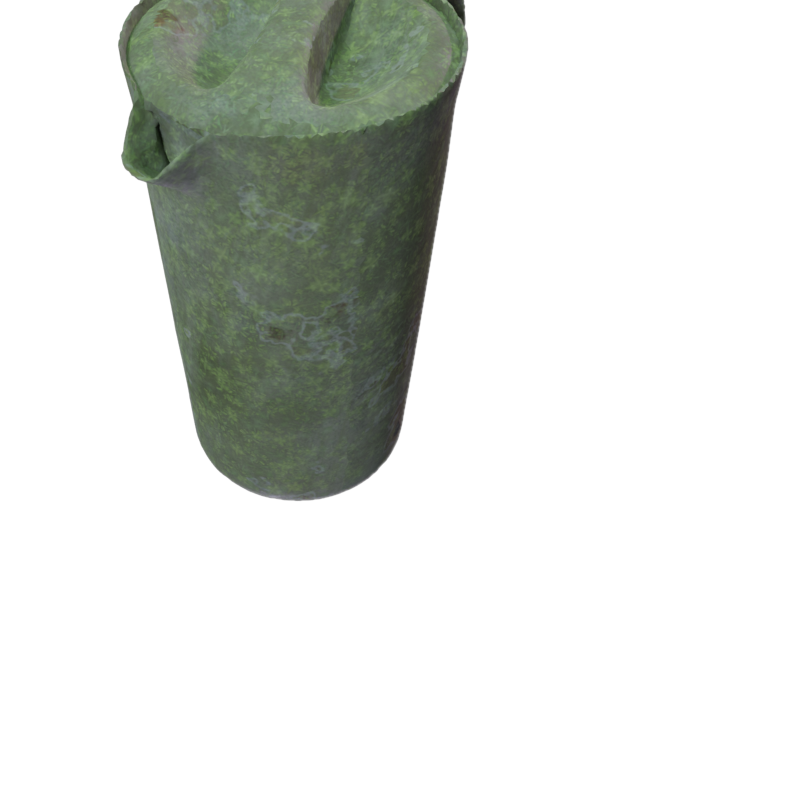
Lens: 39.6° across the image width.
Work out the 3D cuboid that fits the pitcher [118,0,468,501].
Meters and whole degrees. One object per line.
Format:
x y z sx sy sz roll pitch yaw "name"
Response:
-0.040 -0.072 0.505 0.148 0.156 0.226 -3 -43 -6 "pitcher"
